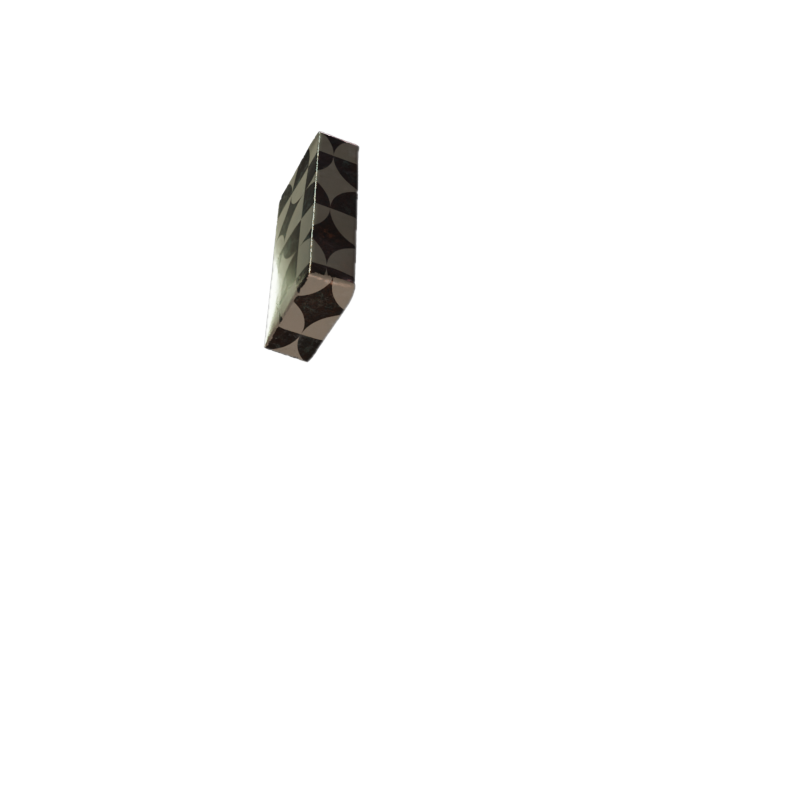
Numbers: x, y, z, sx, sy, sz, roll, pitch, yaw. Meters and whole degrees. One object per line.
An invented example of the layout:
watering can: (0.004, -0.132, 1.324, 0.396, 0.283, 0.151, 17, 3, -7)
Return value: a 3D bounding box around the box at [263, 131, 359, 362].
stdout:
box: (-0.071, -0.129, 0.902, 0.046, 0.189, 0.090, 17, -47, -21)
